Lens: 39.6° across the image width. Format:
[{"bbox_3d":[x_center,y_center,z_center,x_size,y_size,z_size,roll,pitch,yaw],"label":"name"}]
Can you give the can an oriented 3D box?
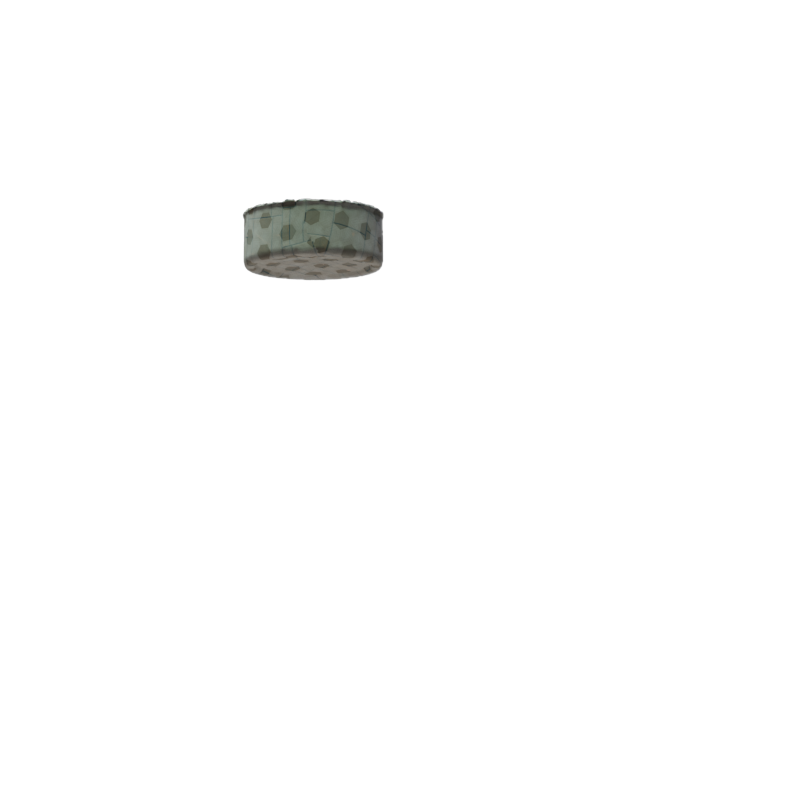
[{"bbox_3d":[-0.053,-0.096,0.672,0.086,0.034,0.084,0,-5,-2],"label":"can"}]
